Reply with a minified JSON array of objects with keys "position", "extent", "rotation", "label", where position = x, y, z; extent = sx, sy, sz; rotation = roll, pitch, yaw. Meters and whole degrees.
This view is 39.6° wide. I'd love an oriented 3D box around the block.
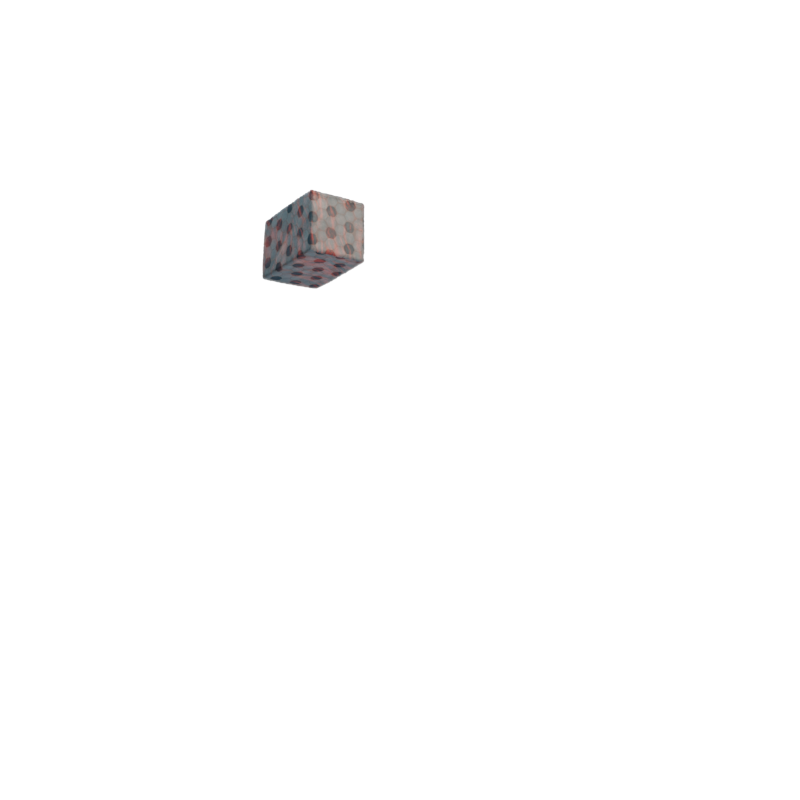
[{"position":[-0.070,-0.129,0.900],"extent":[0.050,0.054,0.078],"rotation":[11,-21,-33],"label":"block"}]
